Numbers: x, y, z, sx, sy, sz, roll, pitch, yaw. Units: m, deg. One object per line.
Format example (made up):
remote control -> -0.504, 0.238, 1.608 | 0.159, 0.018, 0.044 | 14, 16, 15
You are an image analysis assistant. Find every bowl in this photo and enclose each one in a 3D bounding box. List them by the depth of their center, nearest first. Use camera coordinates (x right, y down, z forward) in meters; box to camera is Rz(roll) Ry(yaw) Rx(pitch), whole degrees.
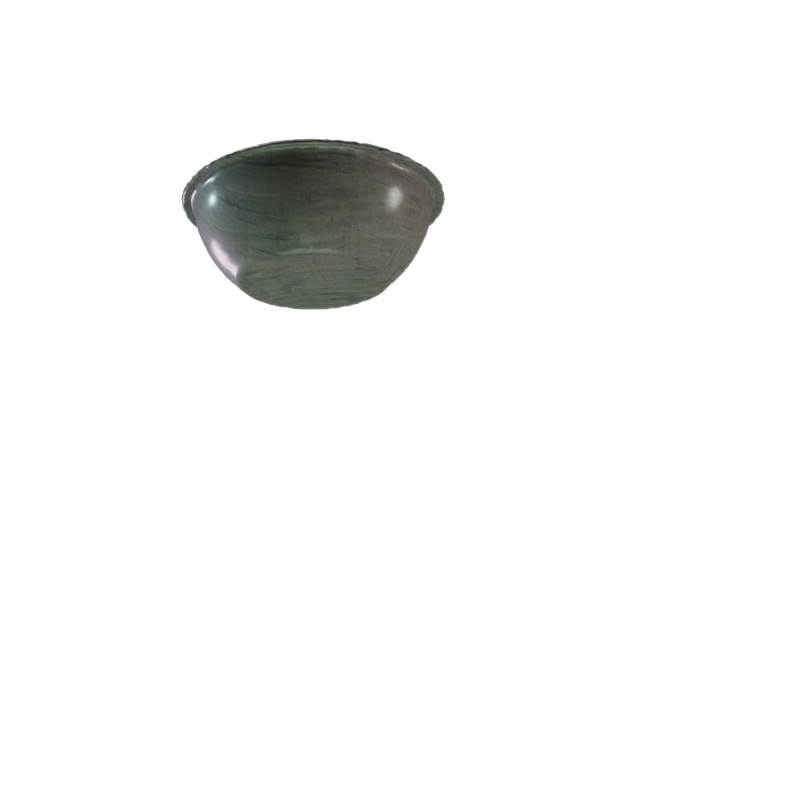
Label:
bowl -> -0.053, -0.096, 0.674 | 0.162, 0.058, 0.155 | 0, -18, -2
